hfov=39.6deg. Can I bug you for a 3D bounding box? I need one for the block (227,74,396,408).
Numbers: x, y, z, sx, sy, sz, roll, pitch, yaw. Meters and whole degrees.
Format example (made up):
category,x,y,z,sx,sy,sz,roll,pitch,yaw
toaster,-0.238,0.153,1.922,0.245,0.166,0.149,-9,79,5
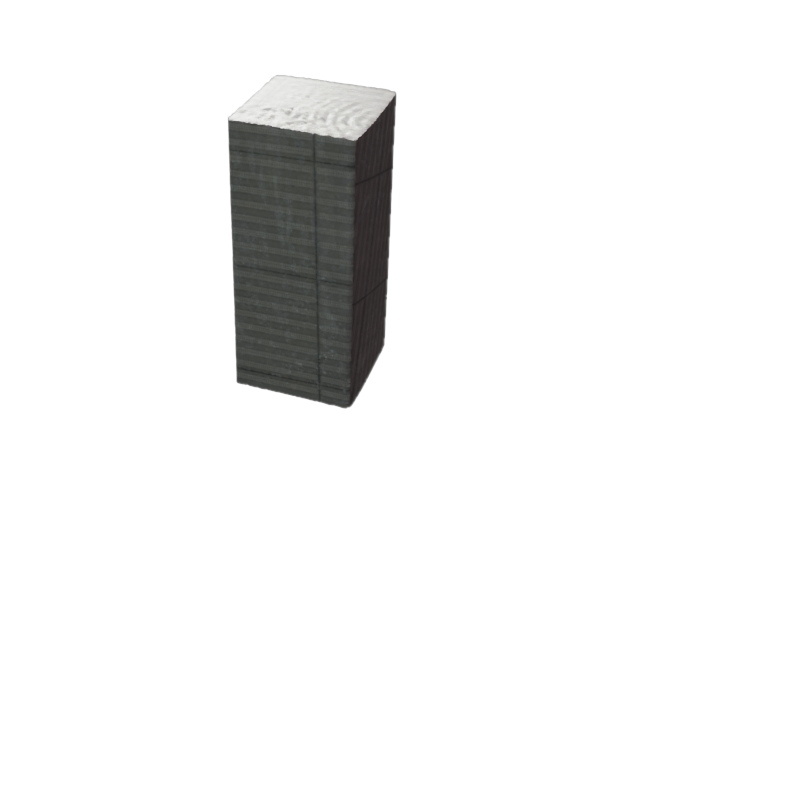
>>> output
category,x,y,z,sx,sy,sz,roll,pitch,yaw
block,-0.060,-0.111,0.775,0.093,0.194,0.093,11,33,15
